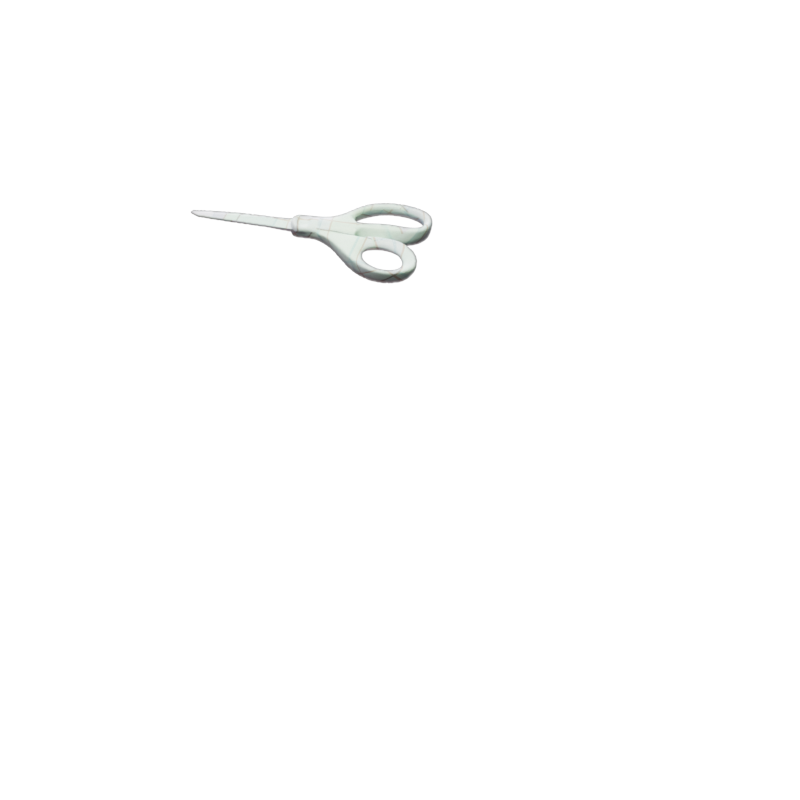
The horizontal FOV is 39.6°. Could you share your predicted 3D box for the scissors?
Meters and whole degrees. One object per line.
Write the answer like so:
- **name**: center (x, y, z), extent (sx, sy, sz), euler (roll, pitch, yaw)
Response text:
- **scissors**: center (-0.072, -0.131, 0.915), extent (0.201, 0.104, 0.015), euler (-4, -44, -4)
